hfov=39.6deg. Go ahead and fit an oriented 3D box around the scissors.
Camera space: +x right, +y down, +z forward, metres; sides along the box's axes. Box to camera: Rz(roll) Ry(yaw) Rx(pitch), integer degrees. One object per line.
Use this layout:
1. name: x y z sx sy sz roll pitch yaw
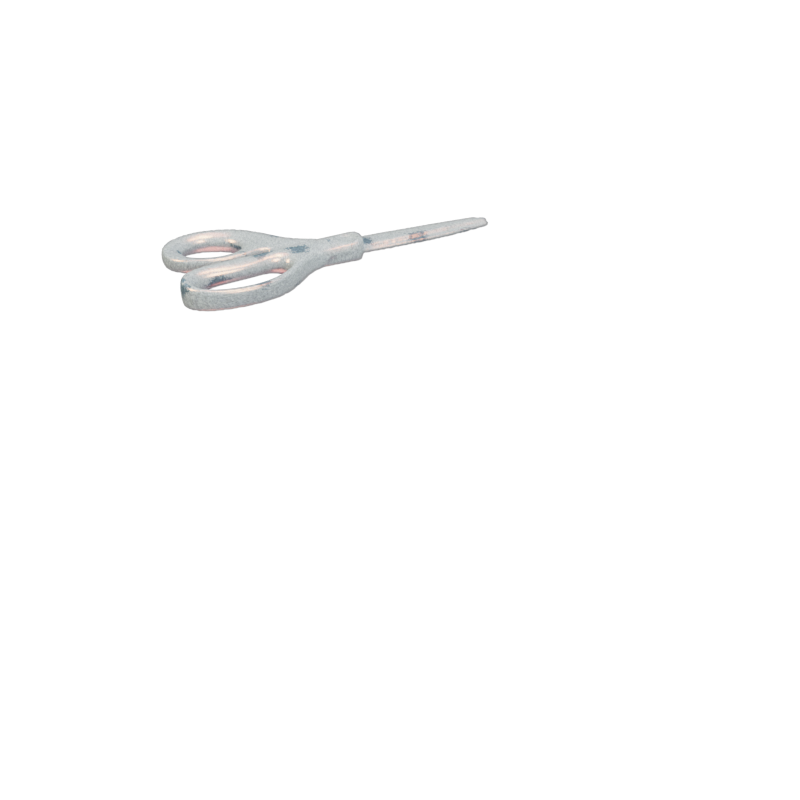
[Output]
1. scissors: -0.050 -0.092 0.643 0.200 0.015 0.102 -25 37 -38
